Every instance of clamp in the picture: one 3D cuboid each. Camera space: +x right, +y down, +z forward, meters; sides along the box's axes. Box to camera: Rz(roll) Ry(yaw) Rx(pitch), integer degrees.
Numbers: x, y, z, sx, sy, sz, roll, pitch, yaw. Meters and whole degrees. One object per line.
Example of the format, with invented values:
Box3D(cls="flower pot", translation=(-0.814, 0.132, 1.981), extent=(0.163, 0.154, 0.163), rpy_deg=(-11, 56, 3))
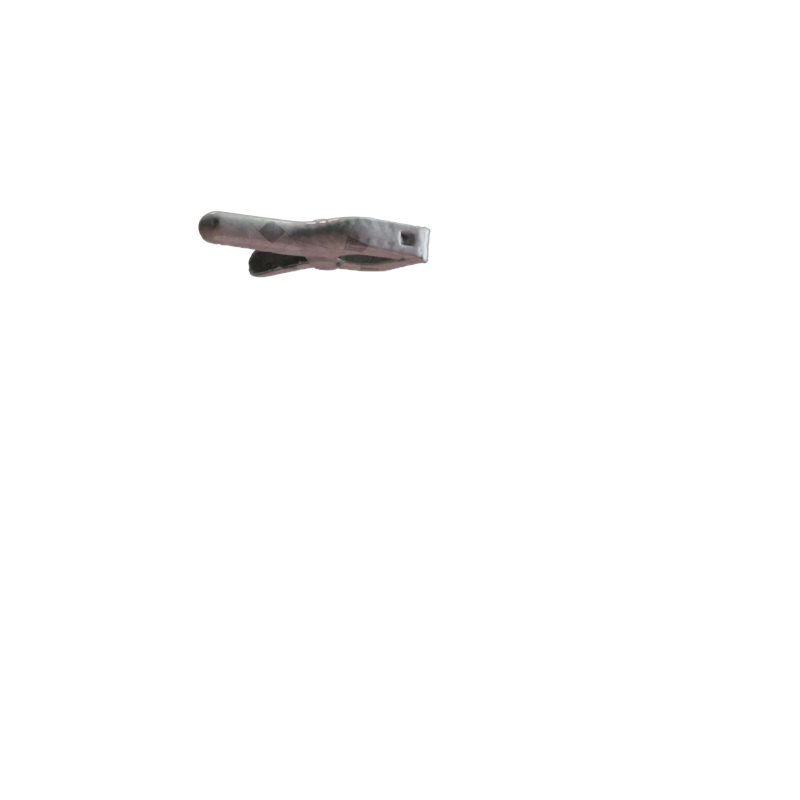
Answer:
Box3D(cls="clamp", translation=(-0.067, -0.121, 0.850), extent=(0.176, 0.040, 0.115), rpy_deg=(-2, -5, 24))
